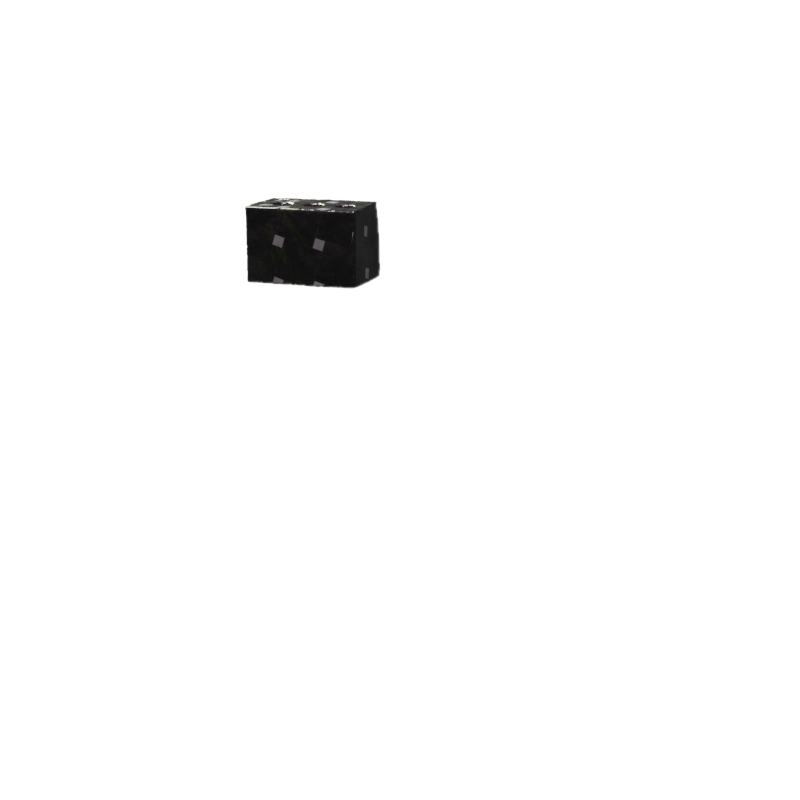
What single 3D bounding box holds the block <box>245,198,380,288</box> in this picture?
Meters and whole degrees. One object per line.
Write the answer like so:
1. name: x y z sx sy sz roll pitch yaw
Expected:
1. block: -0.058 -0.105 0.735 0.080 0.050 0.053 5 13 17
